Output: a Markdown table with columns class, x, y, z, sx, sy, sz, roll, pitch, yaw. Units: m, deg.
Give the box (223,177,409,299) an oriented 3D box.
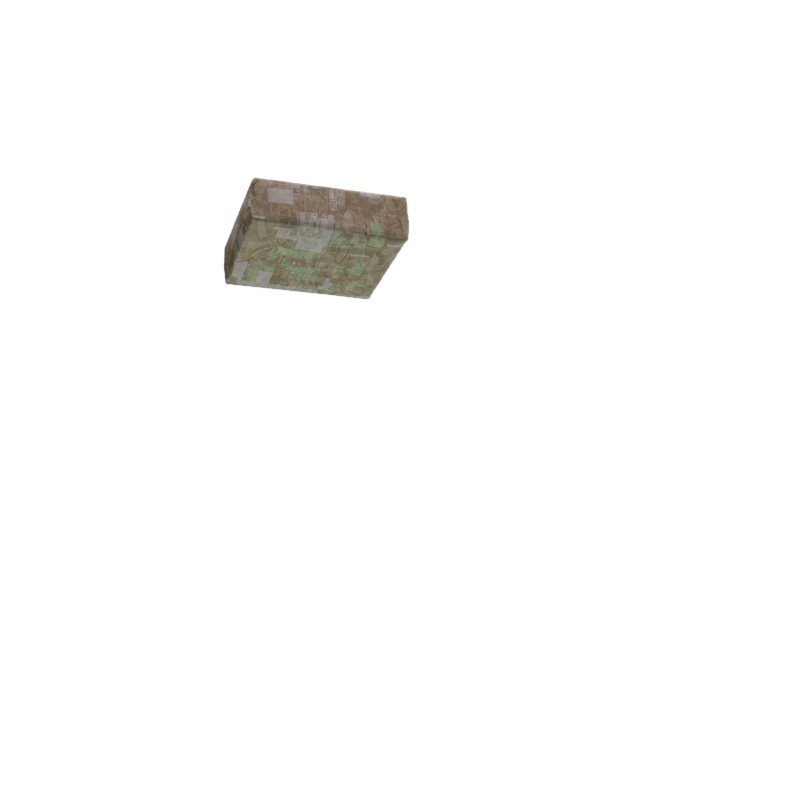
| class | x | y | z | sx | sy | sz | roll | pitch | yaw |
| --- | --- | --- | --- | --- | --- | --- | --- | --- | --- |
| box | -0.061 | -0.111 | 0.779 | 0.111 | 0.041 | 0.087 | 8 | -27 | -16 |
